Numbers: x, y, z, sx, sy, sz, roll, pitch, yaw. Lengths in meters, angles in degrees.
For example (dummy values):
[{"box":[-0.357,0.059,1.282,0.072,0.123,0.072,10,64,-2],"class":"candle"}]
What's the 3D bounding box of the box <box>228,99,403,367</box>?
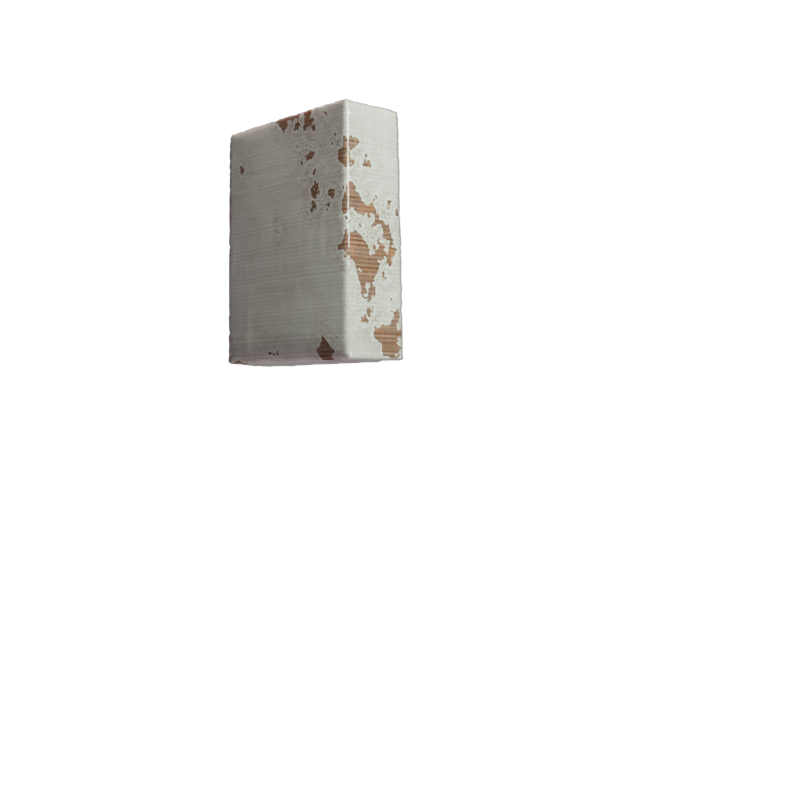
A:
[{"box":[-0.076,-0.139,0.971,0.068,0.218,0.169,7,-9,-43],"class":"box"}]
